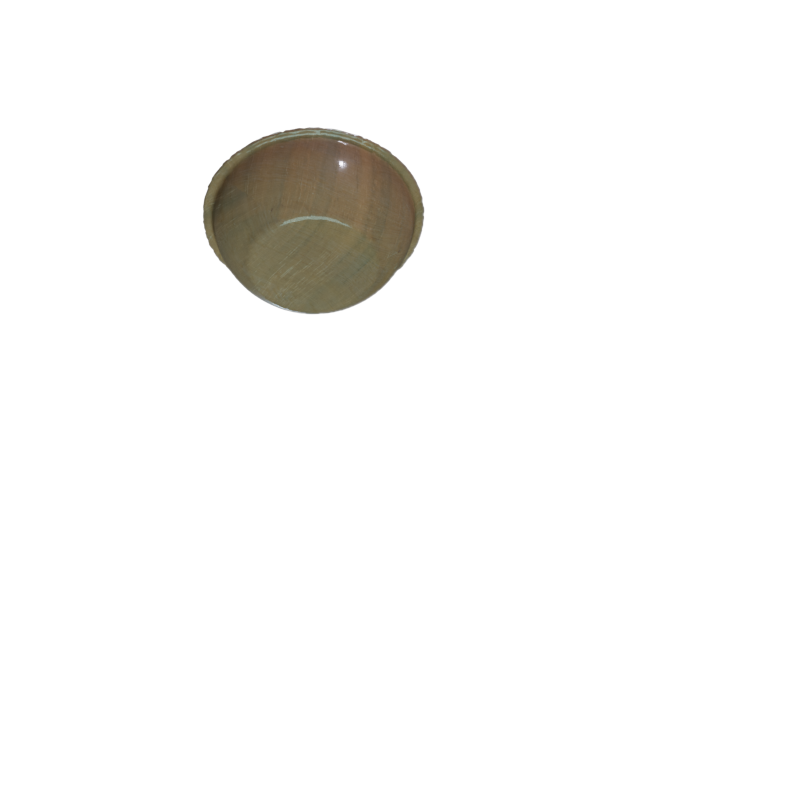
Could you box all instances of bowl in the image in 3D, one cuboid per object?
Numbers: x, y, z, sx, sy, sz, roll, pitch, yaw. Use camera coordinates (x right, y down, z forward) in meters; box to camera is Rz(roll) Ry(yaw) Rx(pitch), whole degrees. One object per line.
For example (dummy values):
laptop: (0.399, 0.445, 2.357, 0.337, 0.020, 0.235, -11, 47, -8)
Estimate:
bowl: (-0.062, -0.113, 0.788, 0.162, 0.151, 0.059, 1, 44, -1)
